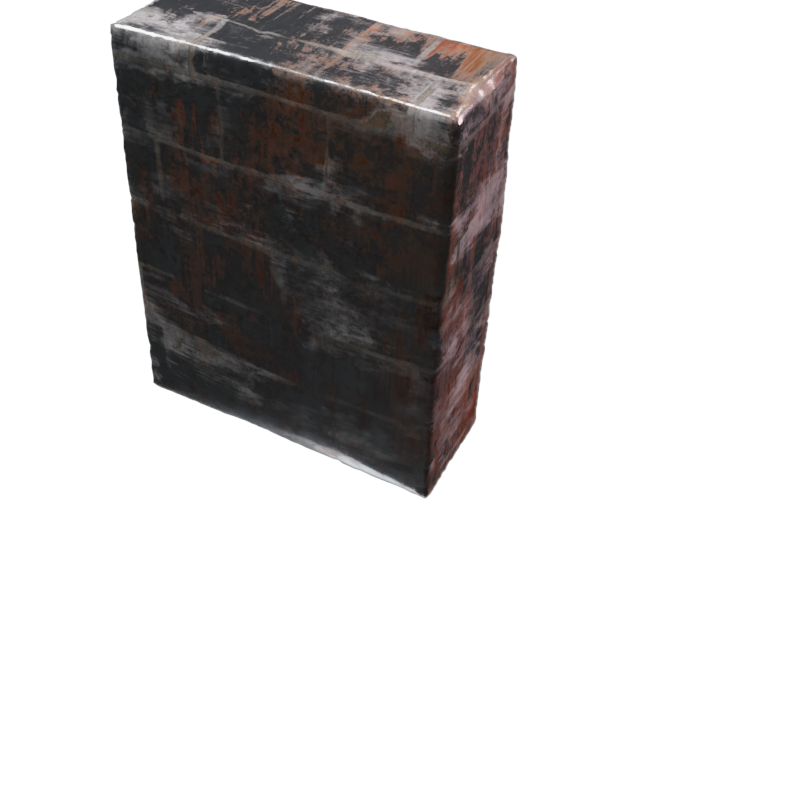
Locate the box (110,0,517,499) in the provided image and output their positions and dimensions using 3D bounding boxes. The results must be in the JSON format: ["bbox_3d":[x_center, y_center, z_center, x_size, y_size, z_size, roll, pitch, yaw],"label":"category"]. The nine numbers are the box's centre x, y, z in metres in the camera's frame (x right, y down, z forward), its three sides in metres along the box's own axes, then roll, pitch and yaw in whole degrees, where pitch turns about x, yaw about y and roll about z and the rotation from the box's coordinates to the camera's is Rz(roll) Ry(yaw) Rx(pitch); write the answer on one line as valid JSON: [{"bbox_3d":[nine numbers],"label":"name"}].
[{"bbox_3d":[-0.041,-0.074,0.520,0.171,0.199,0.074,22,43,21],"label":"box"}]
